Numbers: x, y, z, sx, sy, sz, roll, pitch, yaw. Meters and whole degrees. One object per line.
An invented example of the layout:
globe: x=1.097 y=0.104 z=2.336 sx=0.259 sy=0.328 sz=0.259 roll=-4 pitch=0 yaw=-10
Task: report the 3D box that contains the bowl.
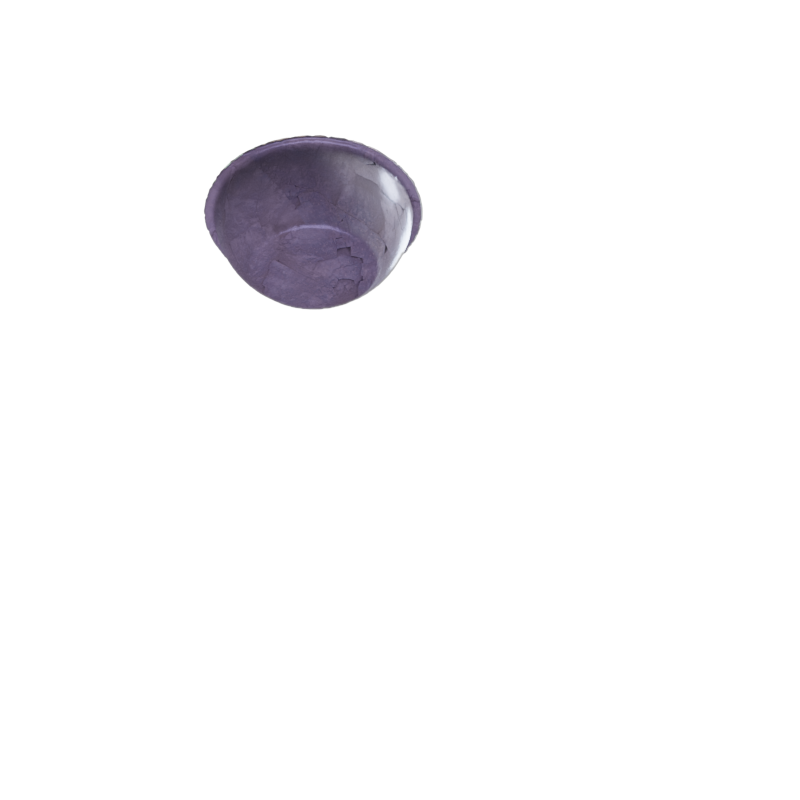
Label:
bowl: x=-0.063 y=-0.115 z=0.806 sx=0.162 sy=0.059 sz=0.151 roll=1 pitch=-38 yaw=-1
